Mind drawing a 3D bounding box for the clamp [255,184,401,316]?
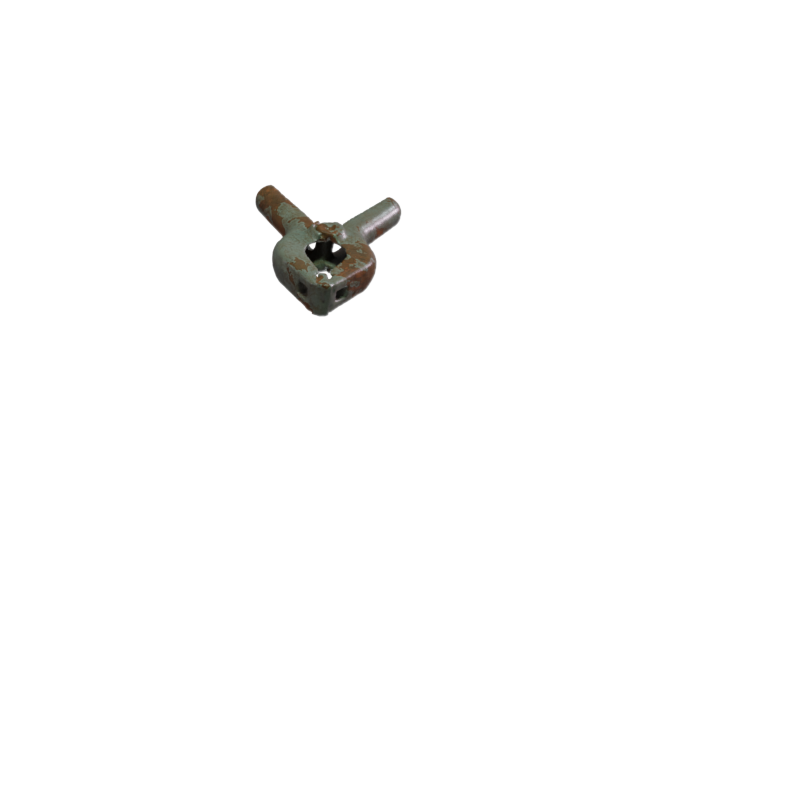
[{"bbox_3d":[-0.068,-0.124,0.867,0.122,0.037,0.179,4,31,7],"label":"clamp"}]
